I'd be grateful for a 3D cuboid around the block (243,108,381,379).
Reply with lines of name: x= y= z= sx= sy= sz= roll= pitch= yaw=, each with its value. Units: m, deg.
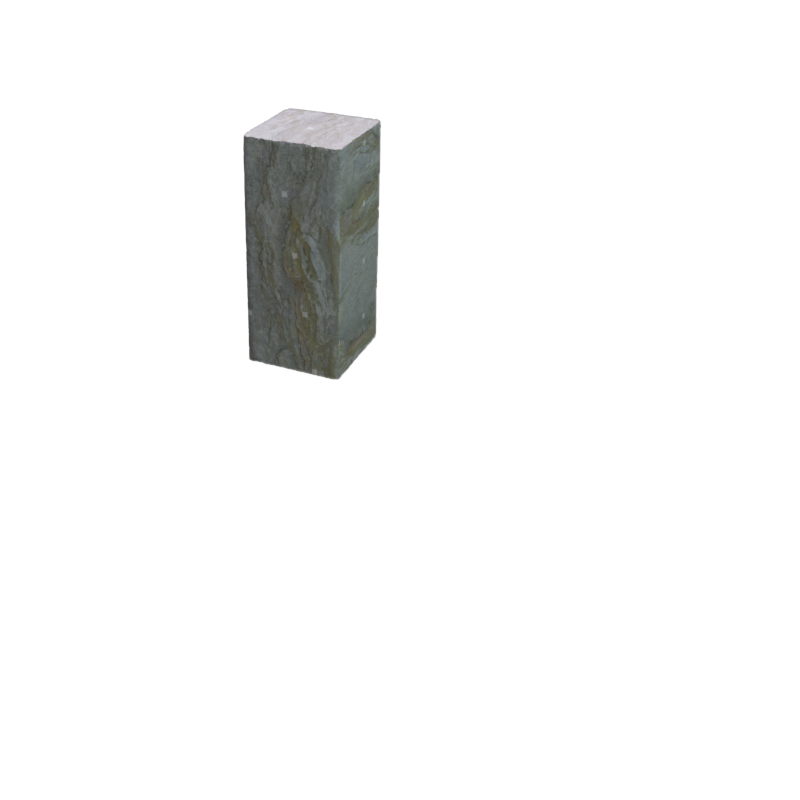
block: x=-0.075 y=-0.136 z=0.953 sx=0.093 sy=0.195 sz=0.093 roll=11 pitch=27 yaw=19
